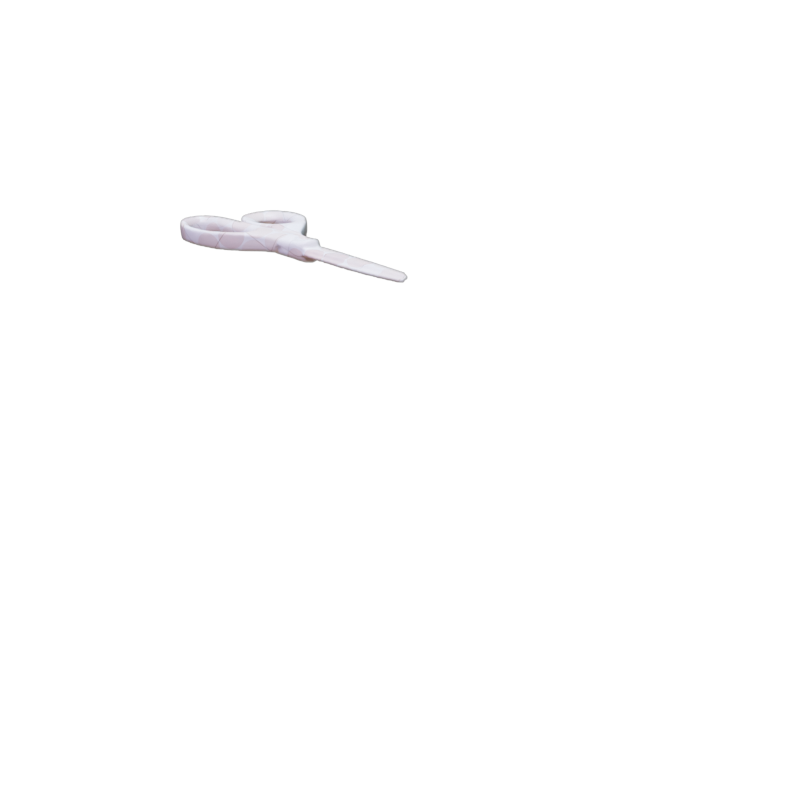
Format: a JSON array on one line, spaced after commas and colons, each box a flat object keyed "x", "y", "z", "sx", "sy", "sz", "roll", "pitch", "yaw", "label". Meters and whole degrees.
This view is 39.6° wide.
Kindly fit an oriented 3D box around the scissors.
[{"x": -0.057, "y": -0.105, "z": 0.732, "sx": 0.212, "sy": 0.015, "sz": 0.095, "roll": 14, "pitch": 25, "yaw": 33, "label": "scissors"}]
